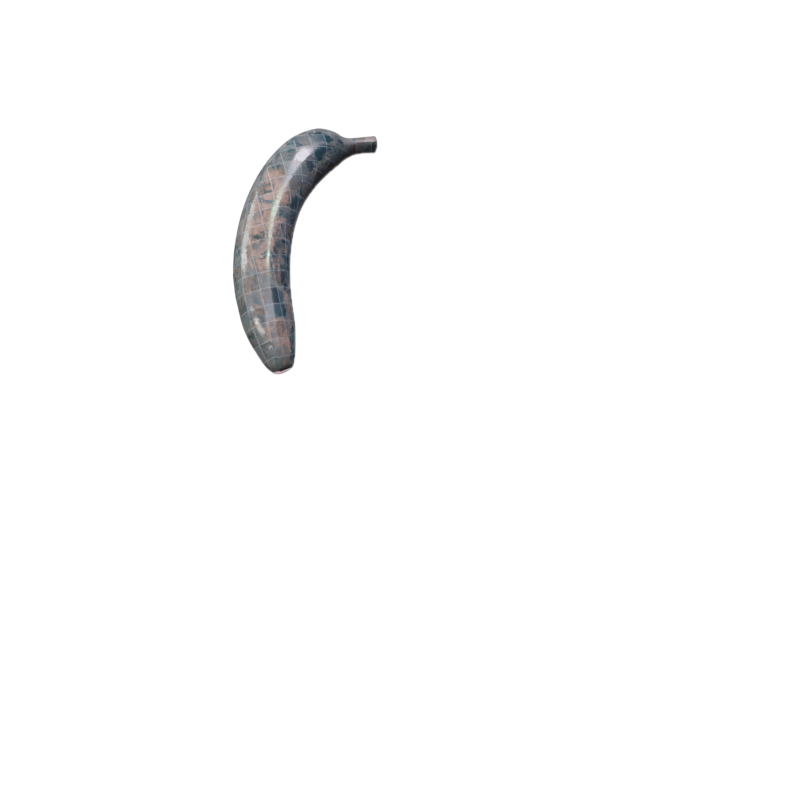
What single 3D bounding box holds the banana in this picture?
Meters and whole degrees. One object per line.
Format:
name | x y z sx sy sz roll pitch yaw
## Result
banana | -0.074 -0.113 0.735 0.071 0.207 0.035 15 -28 7
